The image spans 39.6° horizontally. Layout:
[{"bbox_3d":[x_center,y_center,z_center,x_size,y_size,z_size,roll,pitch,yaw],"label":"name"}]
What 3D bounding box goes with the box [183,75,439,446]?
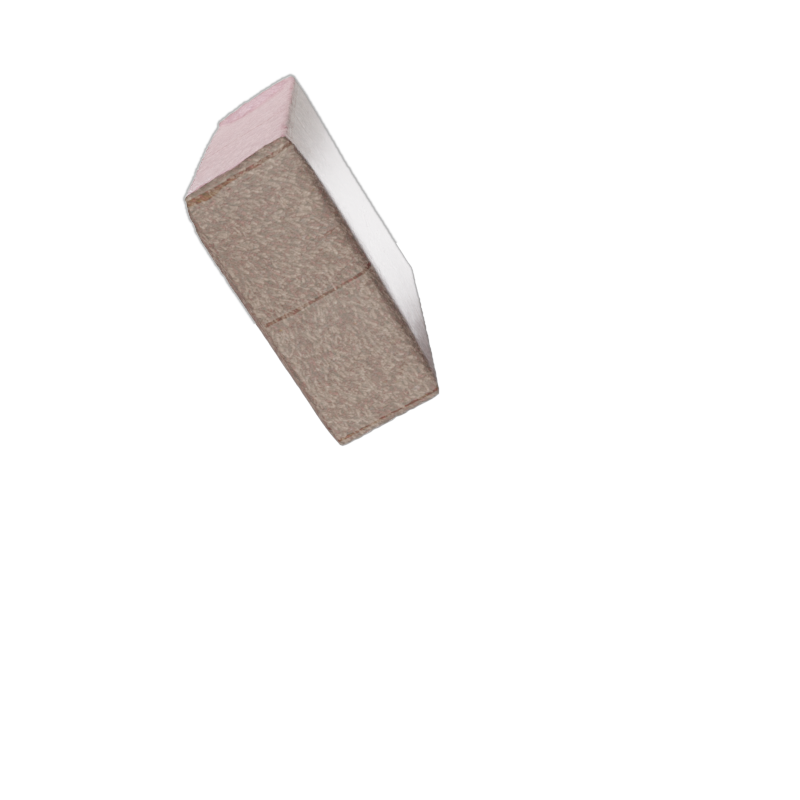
[{"bbox_3d":[-0.053,-0.096,0.671,0.072,0.157,0.224,-30,20,9],"label":"box"}]
